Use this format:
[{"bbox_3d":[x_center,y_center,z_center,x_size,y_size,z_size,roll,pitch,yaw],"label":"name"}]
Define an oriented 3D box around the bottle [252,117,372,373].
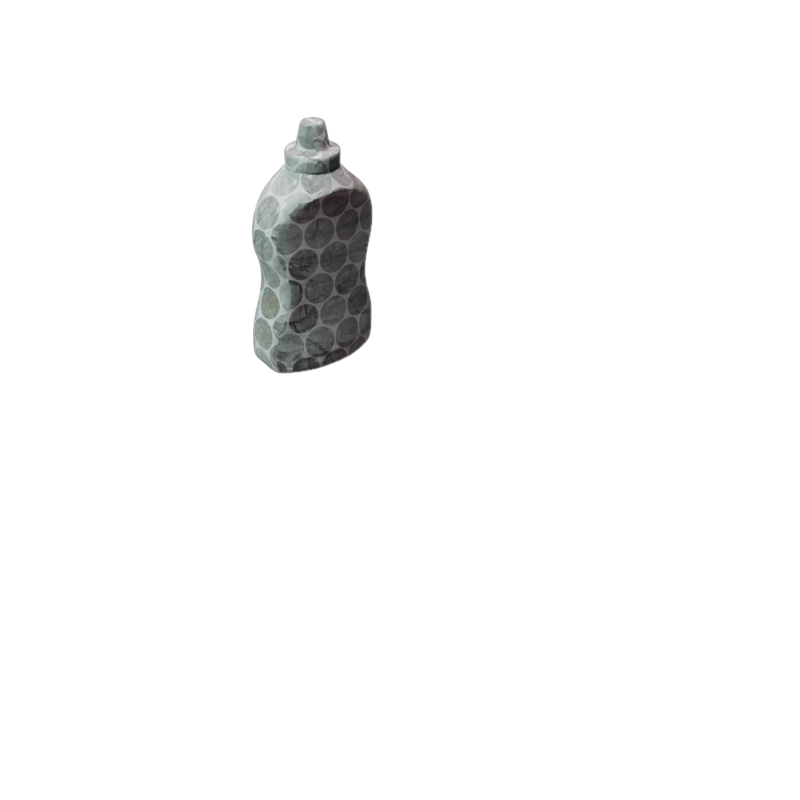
[{"bbox_3d":[-0.065,-0.119,0.831,0.095,0.181,0.063,-18,35,-31],"label":"bottle"}]
